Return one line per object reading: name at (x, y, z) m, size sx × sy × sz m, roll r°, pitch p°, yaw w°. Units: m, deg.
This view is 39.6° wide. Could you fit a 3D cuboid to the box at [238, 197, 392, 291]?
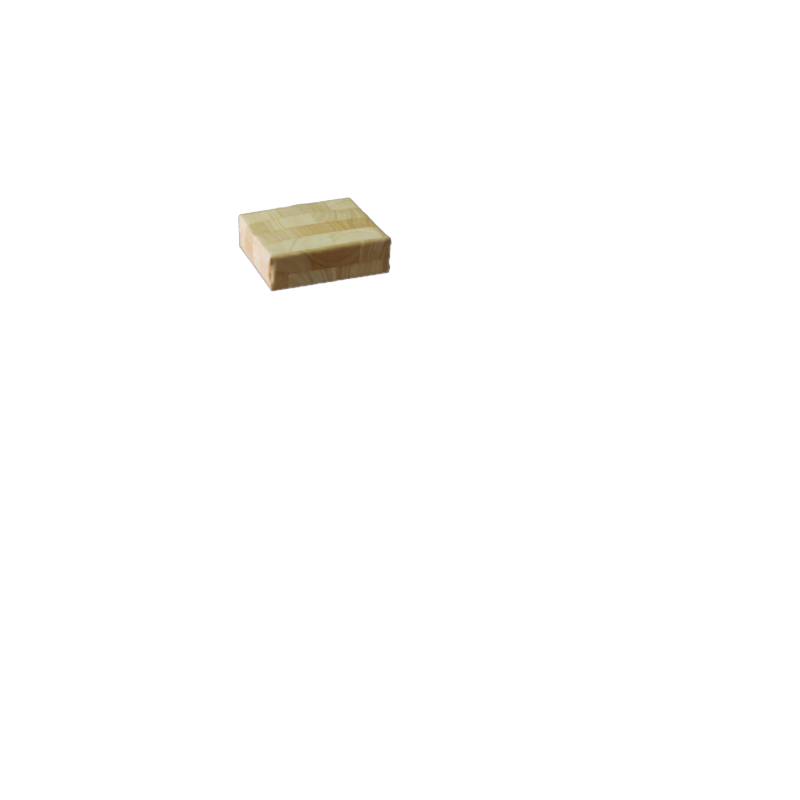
box at (-0.060, -0.110, 0.772) m, size 0.088 × 0.028 × 0.079 m, roll -12°, pitch 34°, yaw -19°
